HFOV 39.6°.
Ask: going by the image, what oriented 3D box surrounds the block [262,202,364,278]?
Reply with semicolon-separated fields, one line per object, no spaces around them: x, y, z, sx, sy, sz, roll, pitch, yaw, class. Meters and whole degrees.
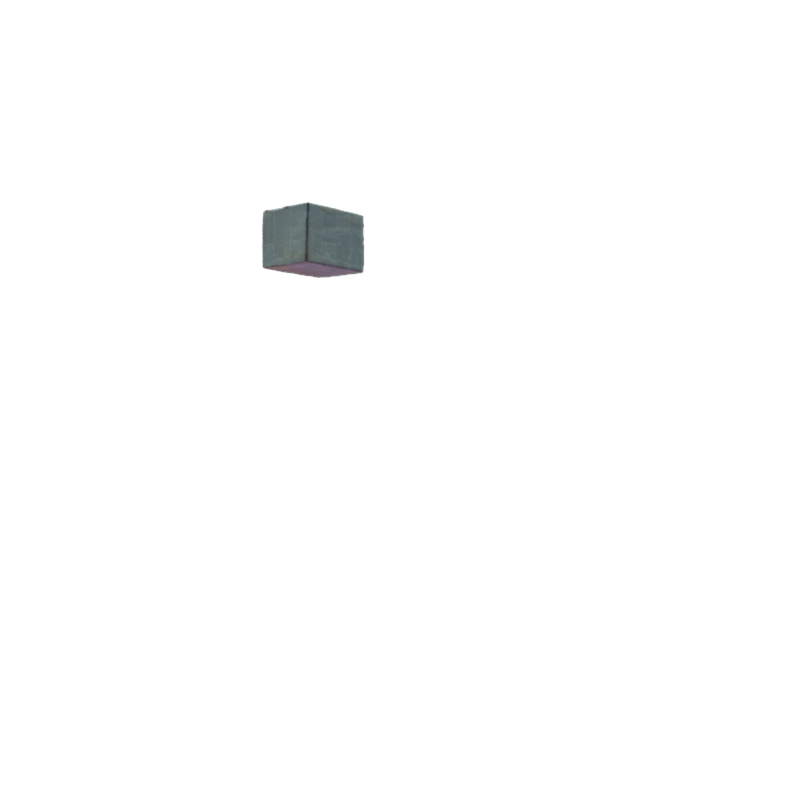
-0.074;-0.136;0.951;0.054;0.052;0.074;-5;-6;38;block
